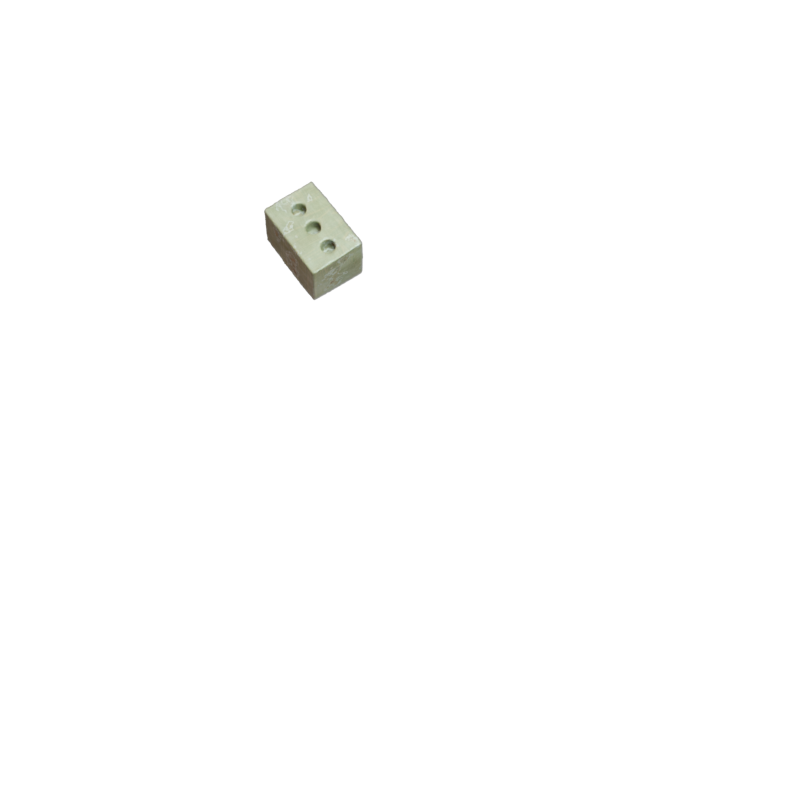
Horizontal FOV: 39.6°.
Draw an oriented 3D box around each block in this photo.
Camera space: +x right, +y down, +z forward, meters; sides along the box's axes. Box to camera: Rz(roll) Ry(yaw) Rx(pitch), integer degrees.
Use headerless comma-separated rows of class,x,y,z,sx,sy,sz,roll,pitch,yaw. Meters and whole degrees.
block,-0.075,-0.137,0.960,0.053,0.082,0.048,-32,-22,-16
